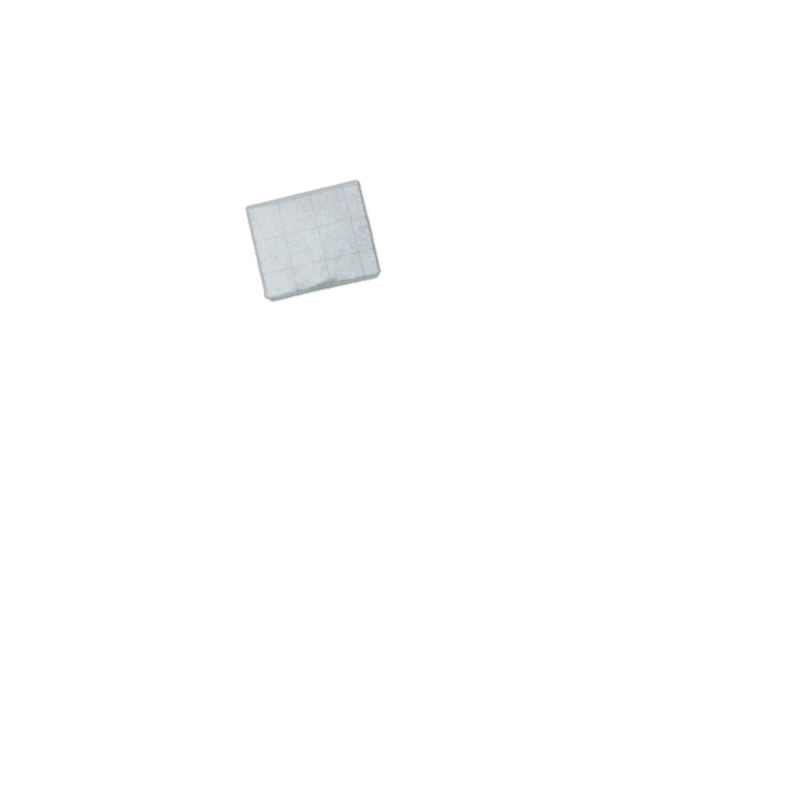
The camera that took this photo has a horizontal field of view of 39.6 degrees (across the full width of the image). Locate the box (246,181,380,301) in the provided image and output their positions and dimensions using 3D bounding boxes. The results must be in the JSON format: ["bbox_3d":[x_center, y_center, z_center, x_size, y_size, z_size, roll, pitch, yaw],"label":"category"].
[{"bbox_3d":[-0.067,-0.121,0.848,0.089,0.075,0.030,-13,-7,-2],"label":"box"}]
